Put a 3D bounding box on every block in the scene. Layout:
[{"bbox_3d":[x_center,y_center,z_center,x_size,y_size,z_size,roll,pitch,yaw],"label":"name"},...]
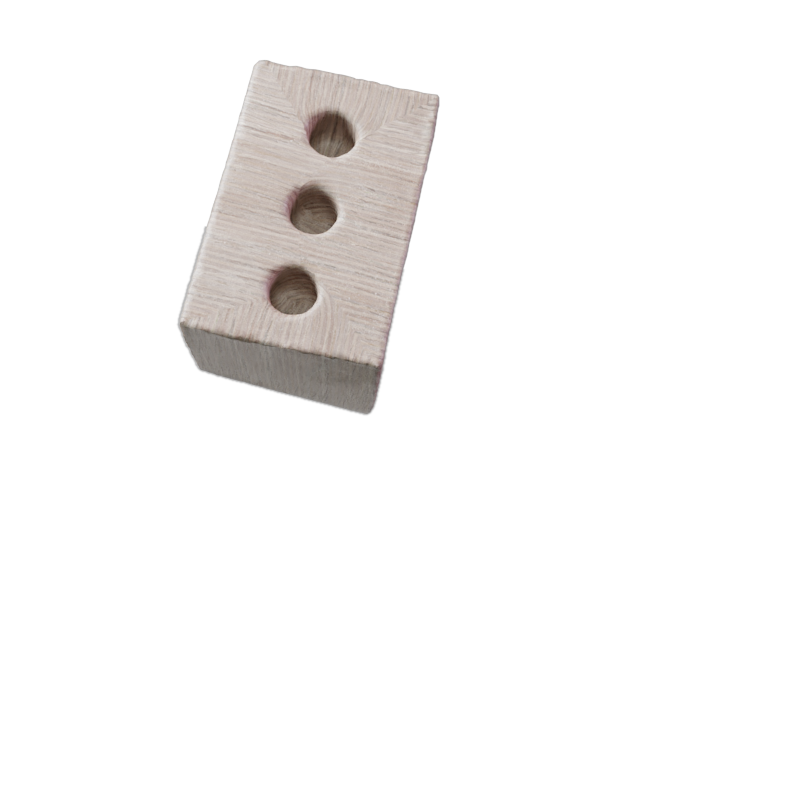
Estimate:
[{"bbox_3d":[-0.024,-0.044,0.305,0.053,0.081,0.049,12,-17,1],"label":"block"}]
